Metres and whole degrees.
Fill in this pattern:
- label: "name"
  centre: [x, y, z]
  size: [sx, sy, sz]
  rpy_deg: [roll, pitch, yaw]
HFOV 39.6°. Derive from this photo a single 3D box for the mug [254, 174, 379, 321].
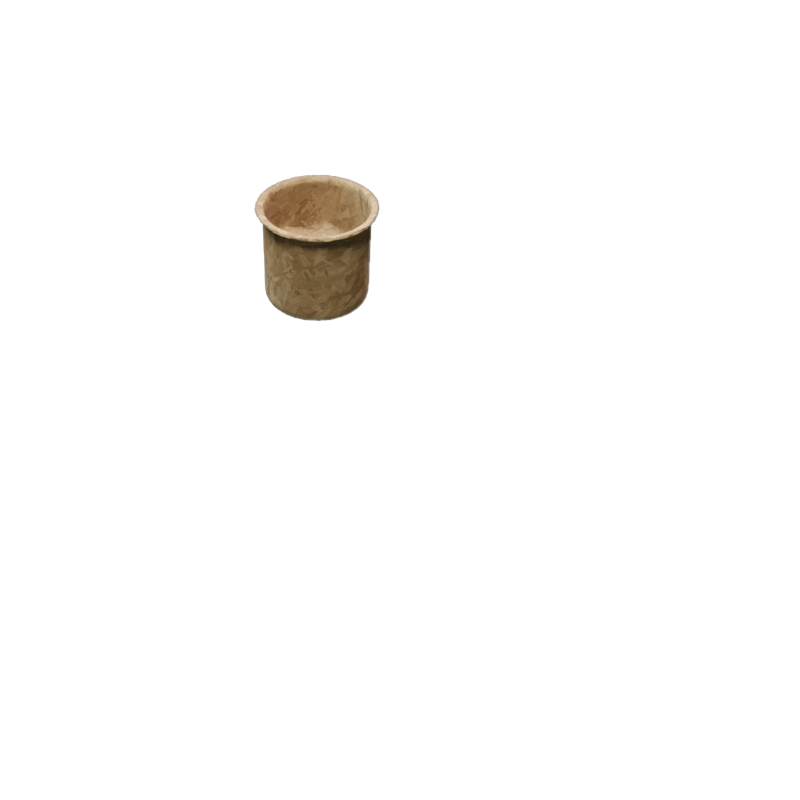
- label: "mug"
  centre: [-0.067, -0.123, 0.858]
  size: [0.092, 0.076, 0.127]
  rpy_deg: [-9, 39, -13]
